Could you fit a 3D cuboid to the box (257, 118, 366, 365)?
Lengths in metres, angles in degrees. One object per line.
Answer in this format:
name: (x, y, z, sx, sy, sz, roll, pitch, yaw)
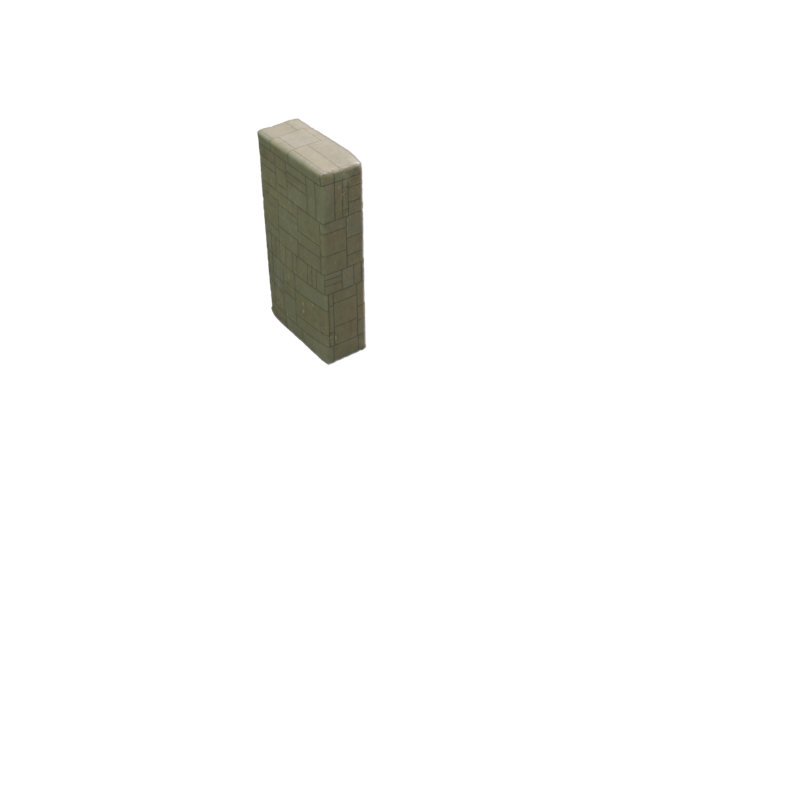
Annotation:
box: (-0.069, -0.126, 0.885, 0.047, 0.165, 0.101, -20, 40, -29)
